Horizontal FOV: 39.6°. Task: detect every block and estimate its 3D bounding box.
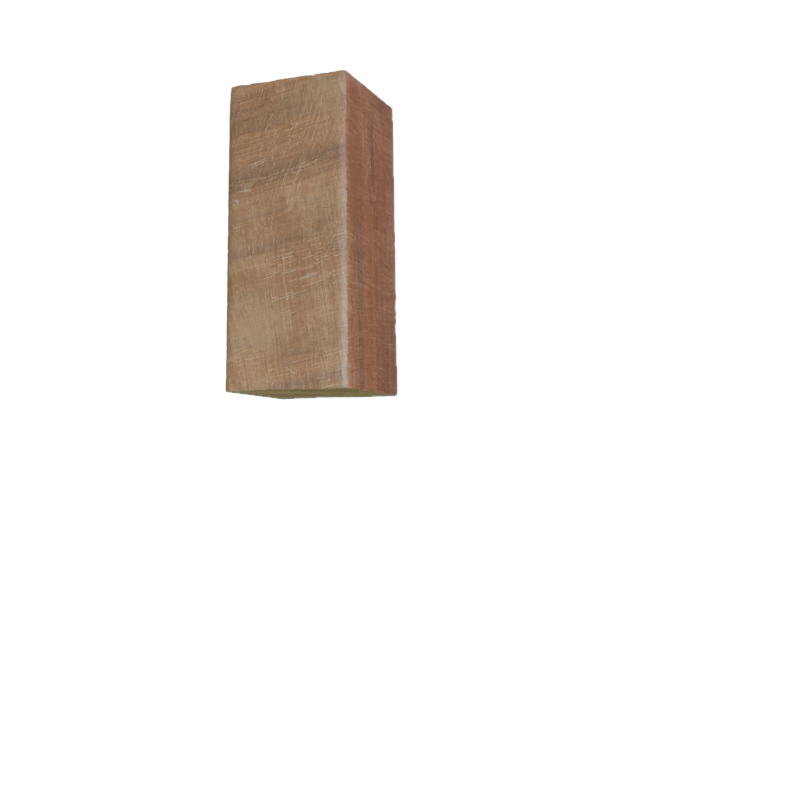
[{"bbox_3d":[-0.060,-0.108,0.756,0.092,0.212,0.086,-5,-11,22],"label":"block"}]
